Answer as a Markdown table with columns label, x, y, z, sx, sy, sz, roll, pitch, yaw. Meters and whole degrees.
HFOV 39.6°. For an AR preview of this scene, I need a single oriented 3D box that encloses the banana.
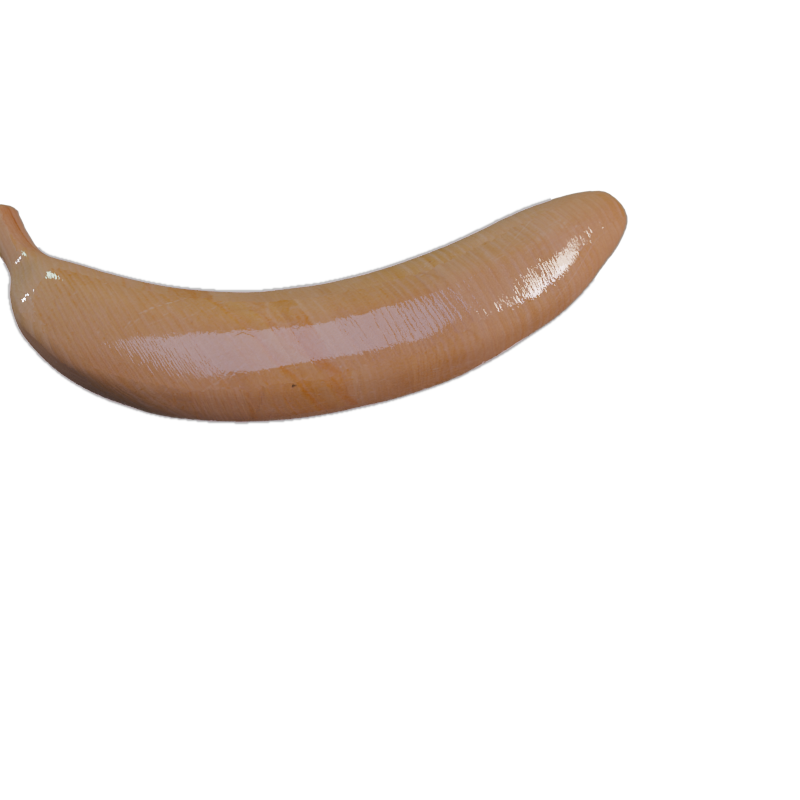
| label | x | y | z | sx | sy | sz | roll | pitch | yaw |
| --- | --- | --- | --- | --- | --- | --- | --- | --- | --- |
| banana | -0.029 | -0.029 | 0.326 | 0.198 | 0.072 | 0.036 | -1 | -12 | 0 |
